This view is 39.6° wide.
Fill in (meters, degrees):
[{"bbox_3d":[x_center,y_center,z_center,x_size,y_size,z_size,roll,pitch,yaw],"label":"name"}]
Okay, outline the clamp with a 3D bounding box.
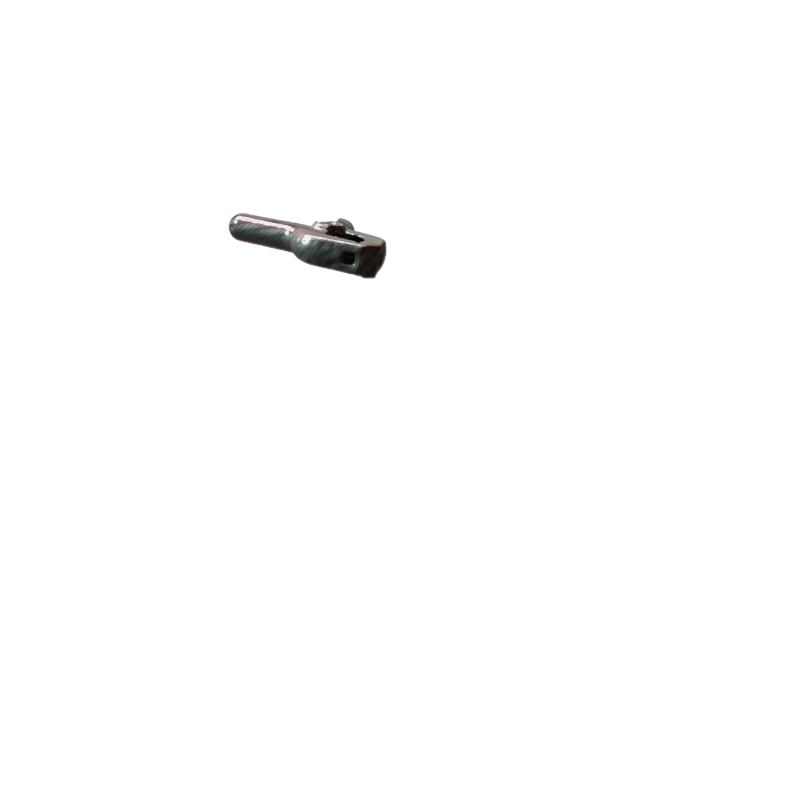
[{"bbox_3d":[-0.073,-0.134,0.938,0.118,0.038,0.180,-5,16,-19],"label":"clamp"}]
